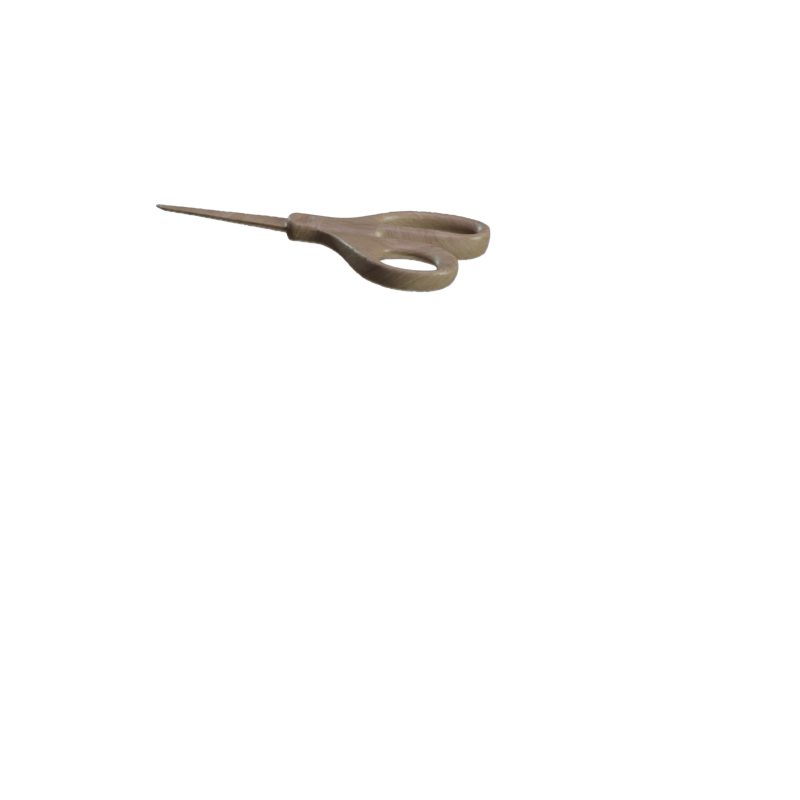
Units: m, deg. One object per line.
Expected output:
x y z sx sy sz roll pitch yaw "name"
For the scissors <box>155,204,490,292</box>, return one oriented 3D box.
-0.050 -0.091 0.634 0.203 0.015 0.101 2 30 4 "scissors"
